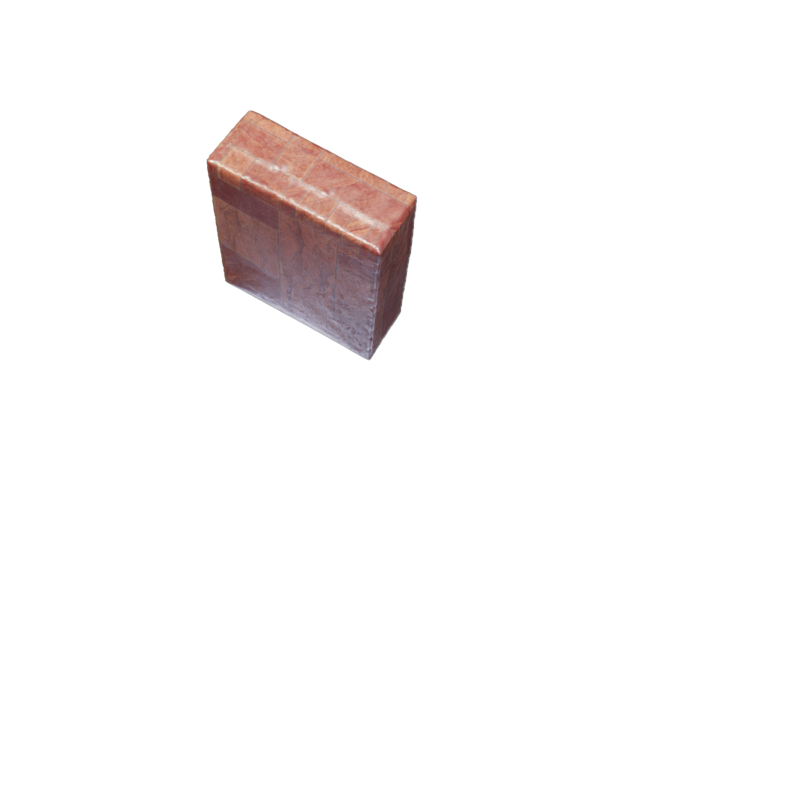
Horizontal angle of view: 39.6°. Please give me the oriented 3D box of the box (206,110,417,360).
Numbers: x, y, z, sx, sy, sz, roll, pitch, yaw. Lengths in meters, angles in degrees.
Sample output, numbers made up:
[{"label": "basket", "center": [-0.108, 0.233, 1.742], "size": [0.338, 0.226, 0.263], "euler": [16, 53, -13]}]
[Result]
[{"label": "box", "center": [-0.076, -0.138, 0.968], "size": [0.169, 0.074, 0.202], "euler": [30, -22, 11]}]
